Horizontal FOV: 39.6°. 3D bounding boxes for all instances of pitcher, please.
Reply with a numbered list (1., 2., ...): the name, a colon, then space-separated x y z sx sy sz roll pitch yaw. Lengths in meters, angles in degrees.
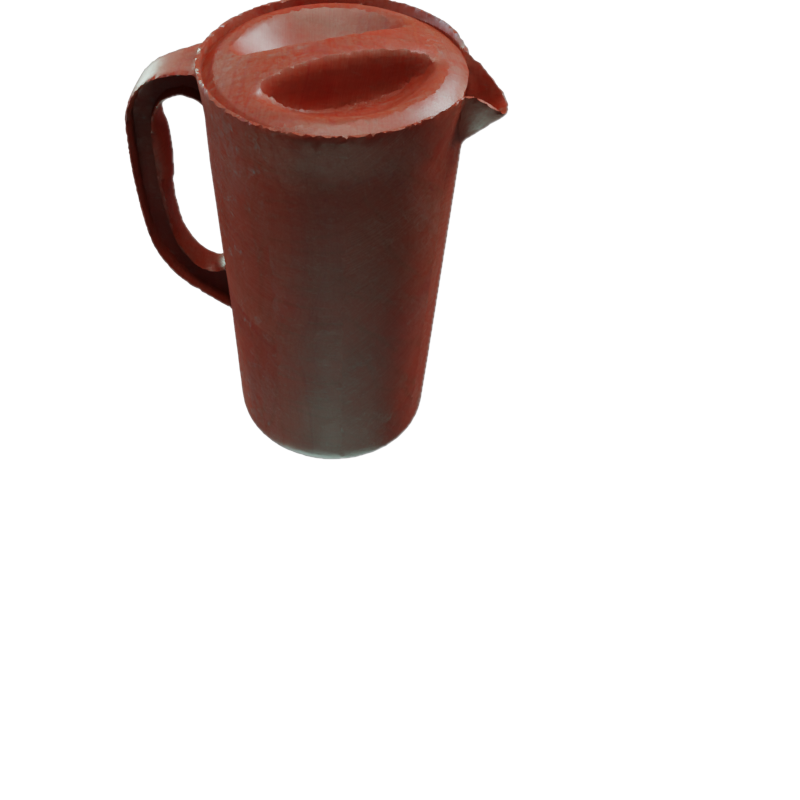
1. pitcher: -0.047 -0.086 0.599 0.145 0.226 0.160 -28 51 -29
